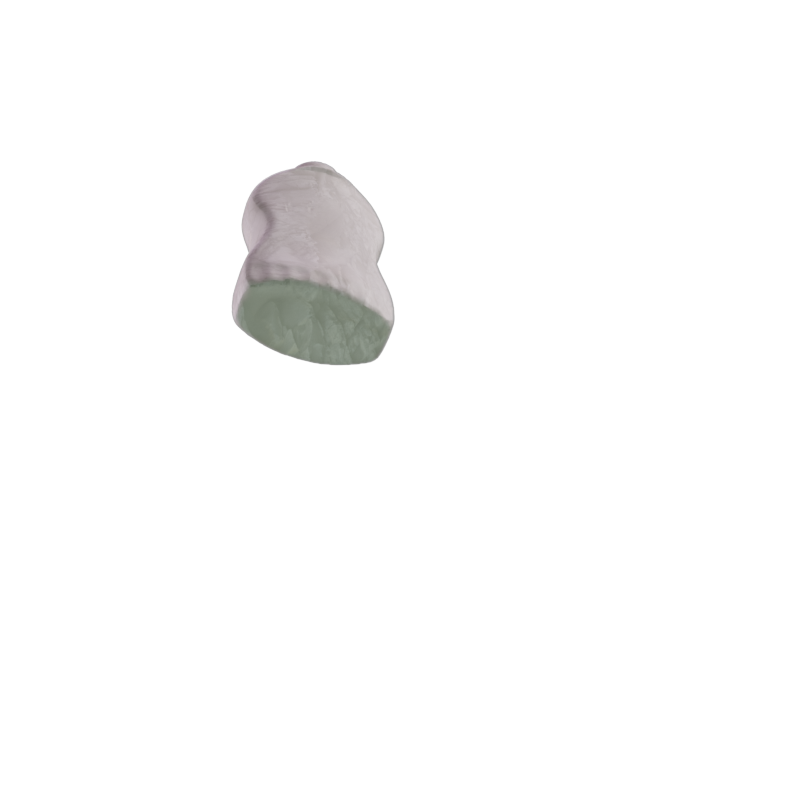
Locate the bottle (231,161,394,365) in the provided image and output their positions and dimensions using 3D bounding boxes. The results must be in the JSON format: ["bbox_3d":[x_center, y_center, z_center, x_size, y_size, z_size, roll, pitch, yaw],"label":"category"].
[{"bbox_3d":[-0.057,-0.105,0.732,0.094,0.056,0.205,12,35,-12],"label":"bottle"}]
